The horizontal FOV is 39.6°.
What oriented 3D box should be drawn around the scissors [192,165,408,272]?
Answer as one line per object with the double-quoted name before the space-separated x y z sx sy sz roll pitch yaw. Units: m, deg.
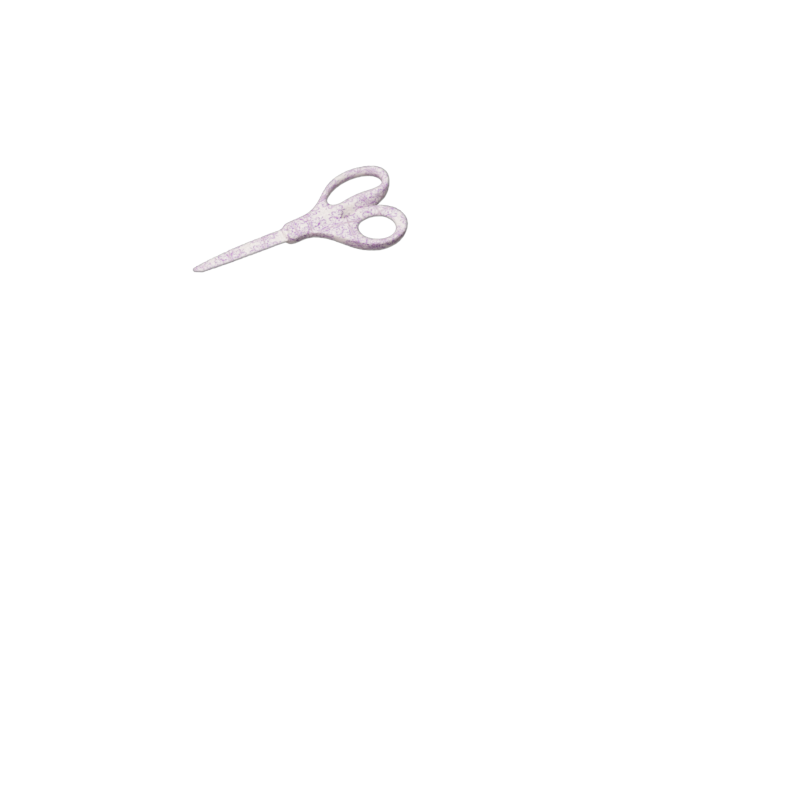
"scissors" -0.078 -0.142 0.995 0.203 0.102 0.015 -39 -24 -21
